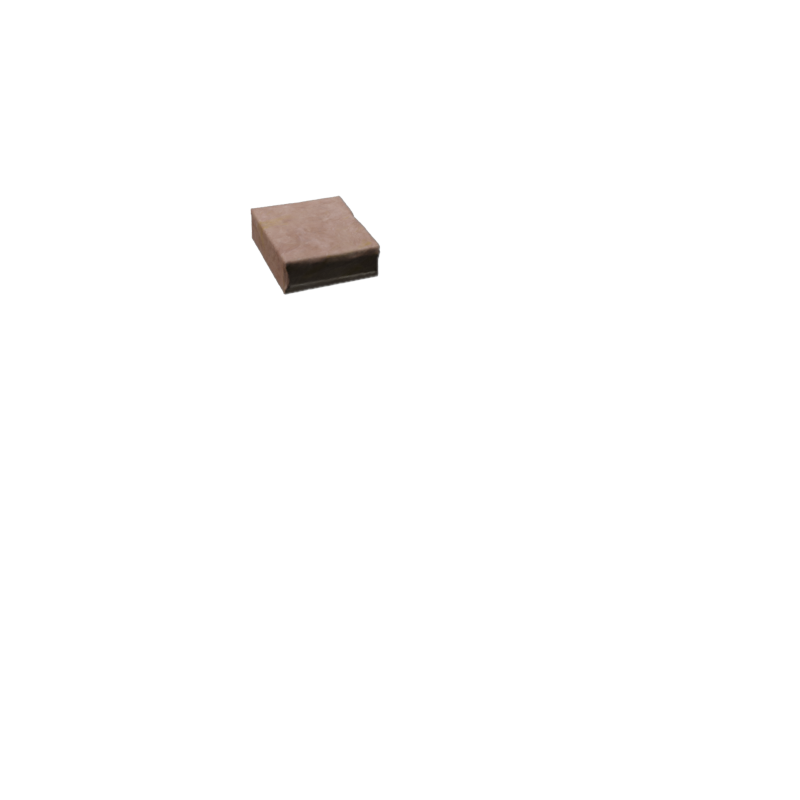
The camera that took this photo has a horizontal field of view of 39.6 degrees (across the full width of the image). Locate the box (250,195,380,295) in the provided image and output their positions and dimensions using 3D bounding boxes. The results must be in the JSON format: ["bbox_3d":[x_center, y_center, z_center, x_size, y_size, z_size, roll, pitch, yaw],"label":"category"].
[{"bbox_3d":[-0.064,-0.117,0.822,0.072,0.028,0.096,-12,36,-17],"label":"box"}]
